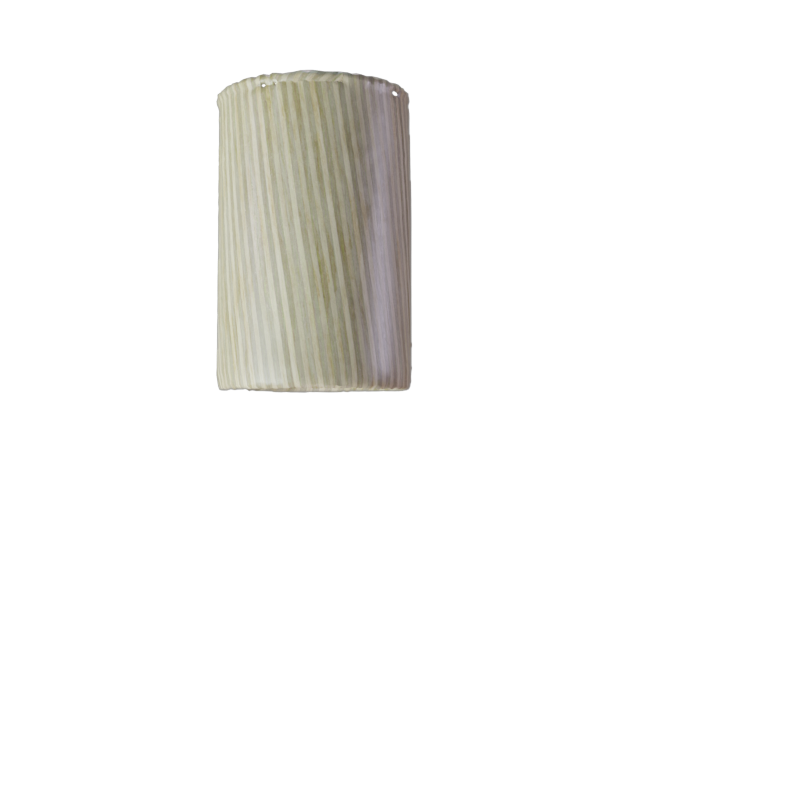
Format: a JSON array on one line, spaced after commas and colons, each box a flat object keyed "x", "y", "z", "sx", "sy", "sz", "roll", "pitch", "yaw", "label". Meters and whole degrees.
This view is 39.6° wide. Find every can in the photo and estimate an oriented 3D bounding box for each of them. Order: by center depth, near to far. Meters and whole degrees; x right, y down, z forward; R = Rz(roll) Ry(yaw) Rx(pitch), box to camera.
[{"x": -0.030, "y": -0.055, "z": 0.383, "sx": 0.068, "sy": 0.104, "sz": 0.067, "roll": 0, "pitch": -6, "yaw": -2, "label": "can"}]
